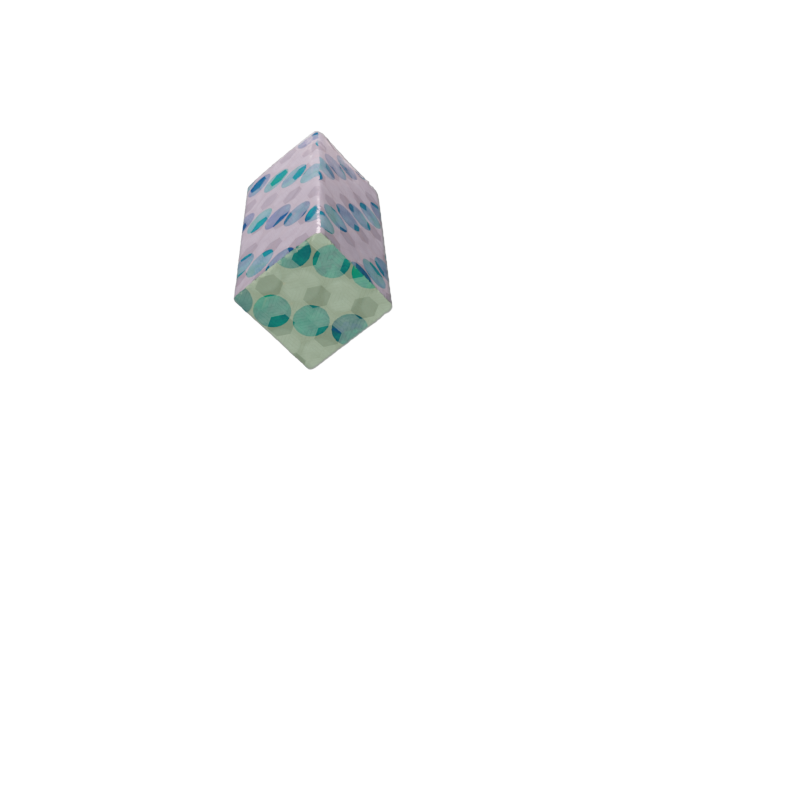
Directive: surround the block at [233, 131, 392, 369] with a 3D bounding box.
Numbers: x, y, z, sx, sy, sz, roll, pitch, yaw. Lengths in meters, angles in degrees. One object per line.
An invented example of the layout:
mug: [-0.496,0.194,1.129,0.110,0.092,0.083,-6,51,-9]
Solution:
block: [-0.073,-0.134,0.933,0.089,0.086,0.219,-37,27,18]
